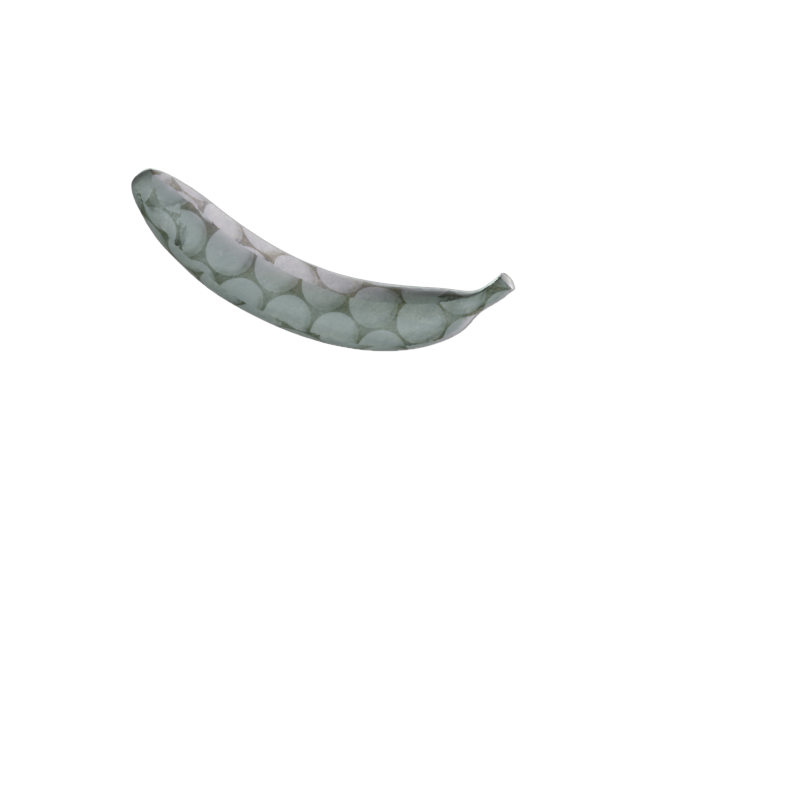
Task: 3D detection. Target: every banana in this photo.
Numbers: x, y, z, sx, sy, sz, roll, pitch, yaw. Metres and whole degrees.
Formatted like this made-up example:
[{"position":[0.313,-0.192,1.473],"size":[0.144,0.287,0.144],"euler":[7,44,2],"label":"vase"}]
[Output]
[{"position":[-0.046,-0.064,0.569],"size":[0.195,0.067,0.039],"euler":[15,25,-7],"label":"banana"}]
